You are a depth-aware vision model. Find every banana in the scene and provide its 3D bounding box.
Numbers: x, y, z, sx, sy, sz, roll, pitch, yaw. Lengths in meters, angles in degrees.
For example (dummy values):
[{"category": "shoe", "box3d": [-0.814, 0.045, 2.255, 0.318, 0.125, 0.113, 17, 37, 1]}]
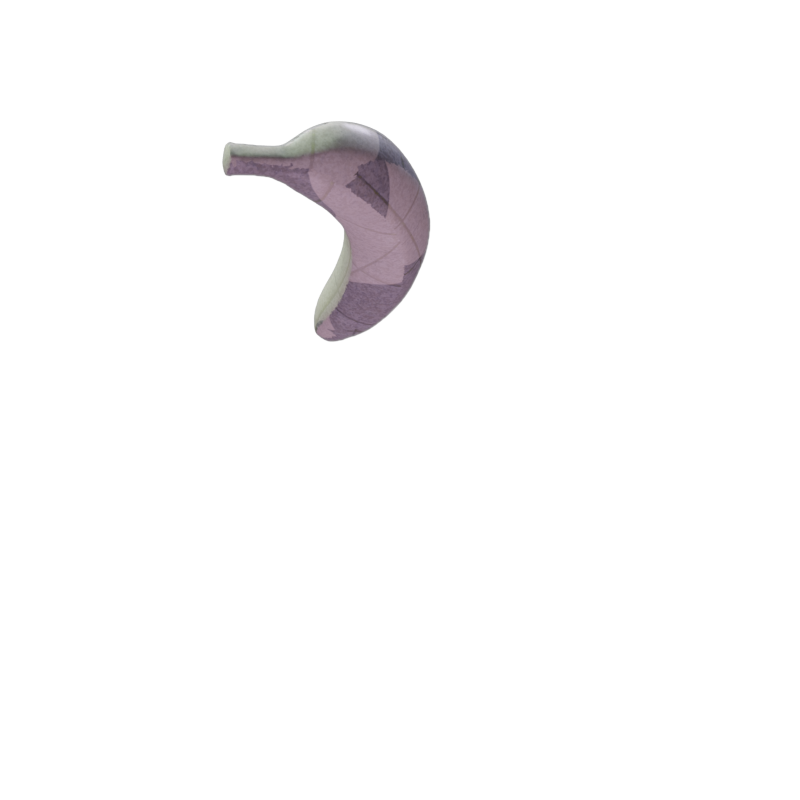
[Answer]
[{"category": "banana", "box3d": [-0.021, -0.073, 0.486, 0.070, 0.039, 0.186, -3, -20, 7]}]
